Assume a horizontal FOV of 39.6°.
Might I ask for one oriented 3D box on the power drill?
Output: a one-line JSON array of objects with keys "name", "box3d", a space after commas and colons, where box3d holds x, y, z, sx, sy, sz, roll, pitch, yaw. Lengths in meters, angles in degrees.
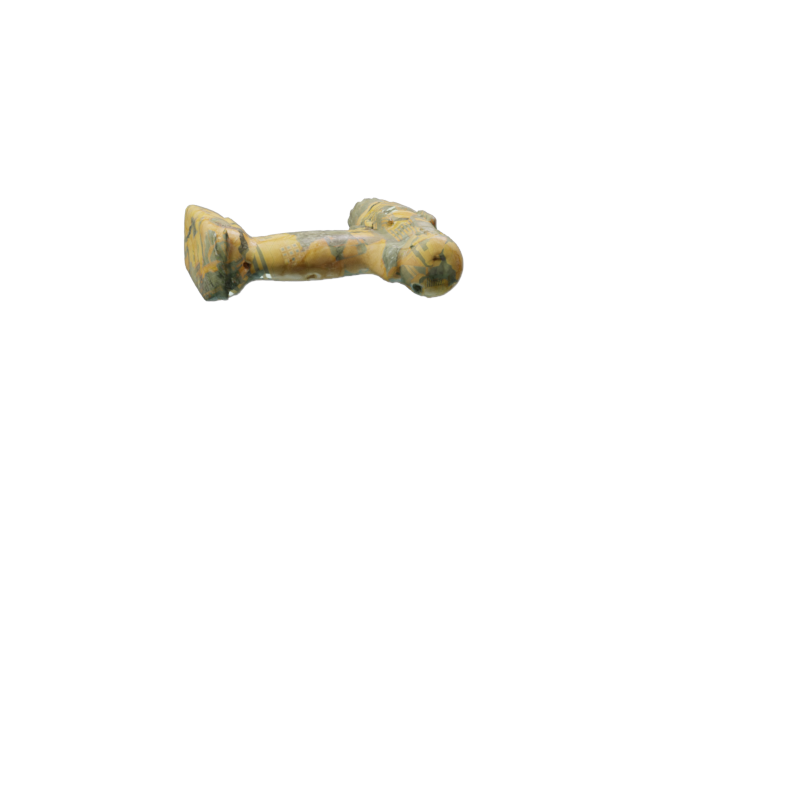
[{"name": "power drill", "box3d": [-0.065, -0.119, 0.834, 0.184, 0.055, 0.194, -5, 19, -15]}]
